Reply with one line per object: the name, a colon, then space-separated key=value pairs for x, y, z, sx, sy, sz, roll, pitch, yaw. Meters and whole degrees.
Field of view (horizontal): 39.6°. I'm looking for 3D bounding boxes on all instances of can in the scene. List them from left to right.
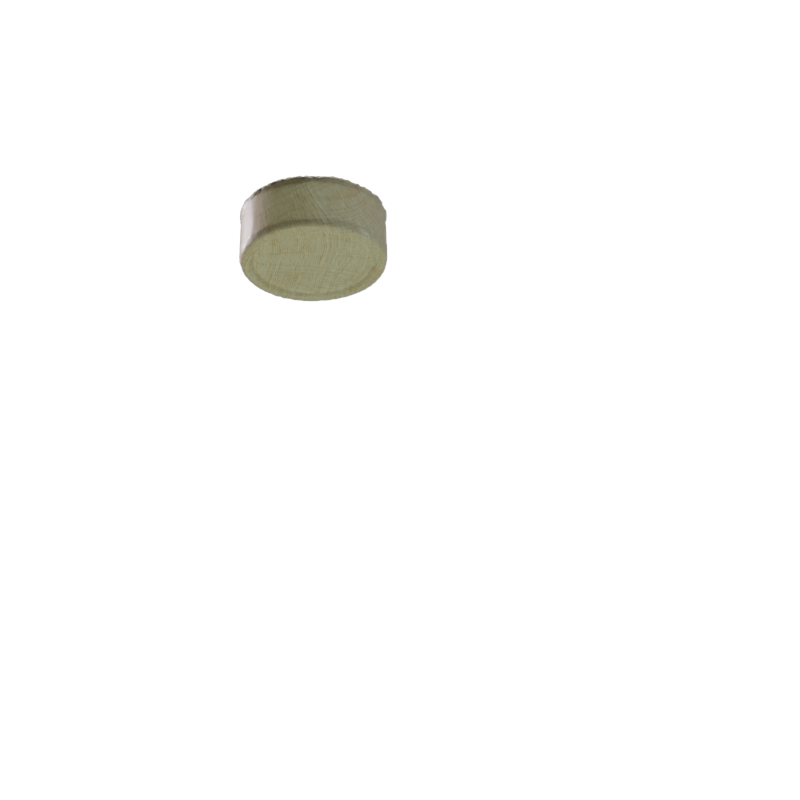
can: x=-0.050 y=-0.091 z=0.639 sx=0.086 sy=0.036 sz=0.081 roll=1 pitch=-27 yaw=-2
